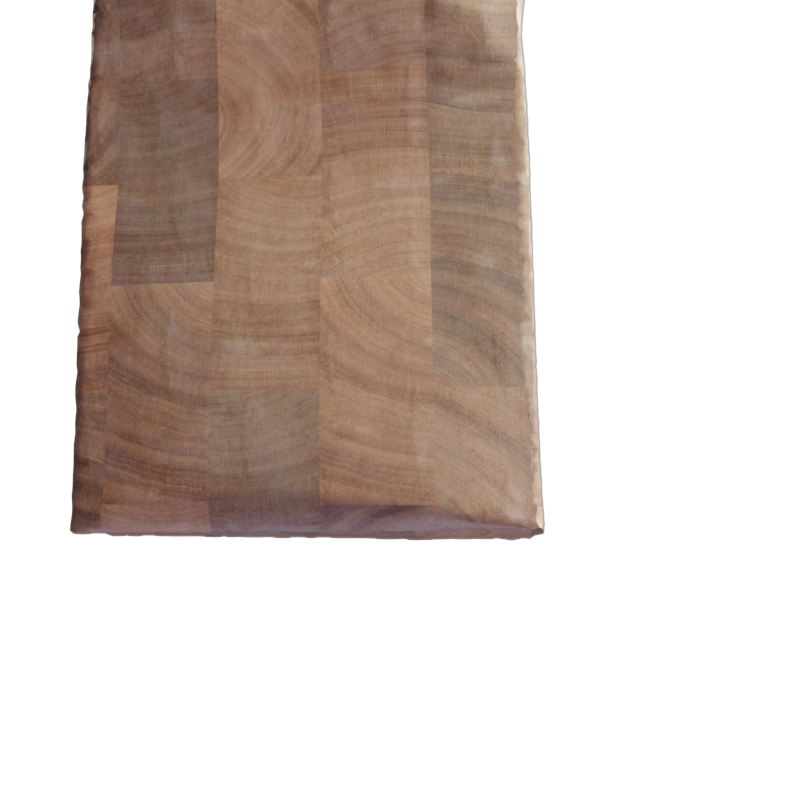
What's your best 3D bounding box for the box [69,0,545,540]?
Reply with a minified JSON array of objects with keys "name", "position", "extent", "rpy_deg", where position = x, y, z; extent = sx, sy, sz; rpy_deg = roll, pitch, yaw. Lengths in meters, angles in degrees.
[{"name":"box","position":[-0.032,-0.059,0.415],"extent":[0.166,0.219,0.069],"rpy_deg":[-2,-10,9]}]
